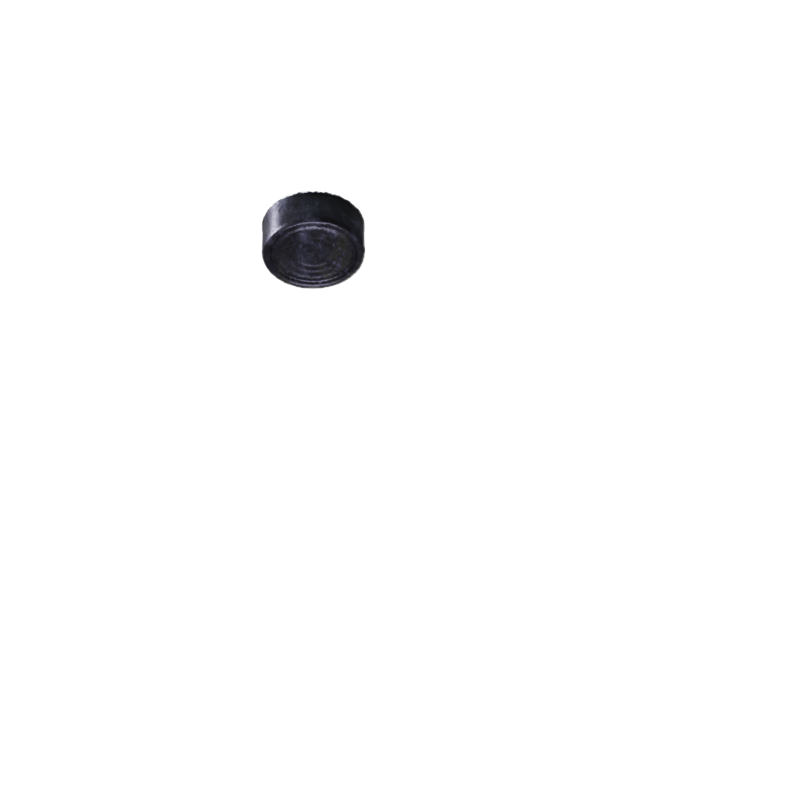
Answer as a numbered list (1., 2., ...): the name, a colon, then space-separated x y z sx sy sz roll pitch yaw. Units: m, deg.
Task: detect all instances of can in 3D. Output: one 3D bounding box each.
1. can: -0.071 -0.130 0.912 0.086 0.036 0.080 1 -38 -2
